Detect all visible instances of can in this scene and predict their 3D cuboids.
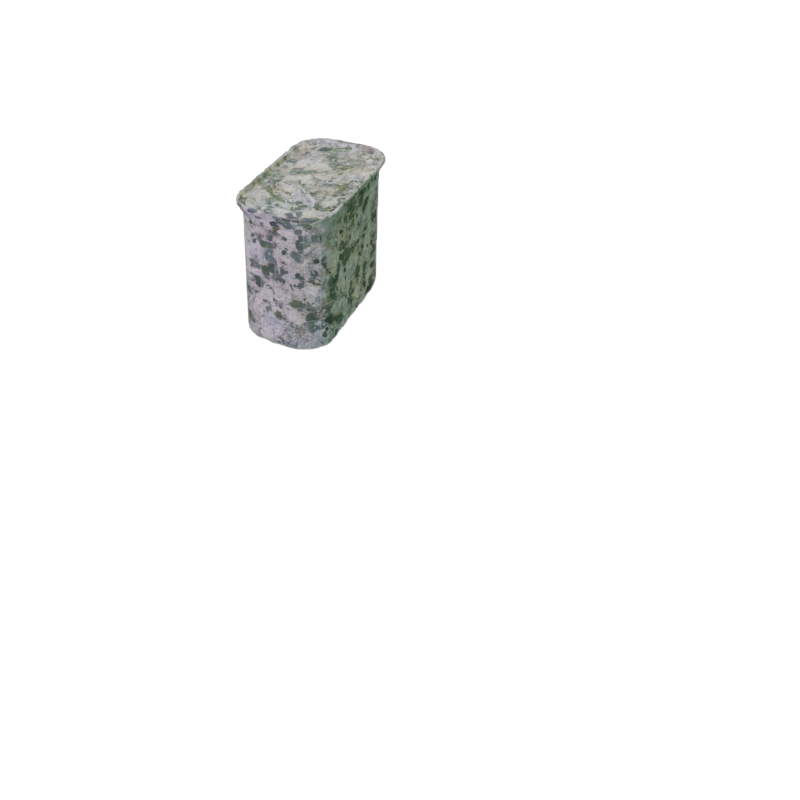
[{"bbox_3d":[-0.049,-0.090,0.629,0.059,0.079,0.105,13,35,17],"label":"can"}]
